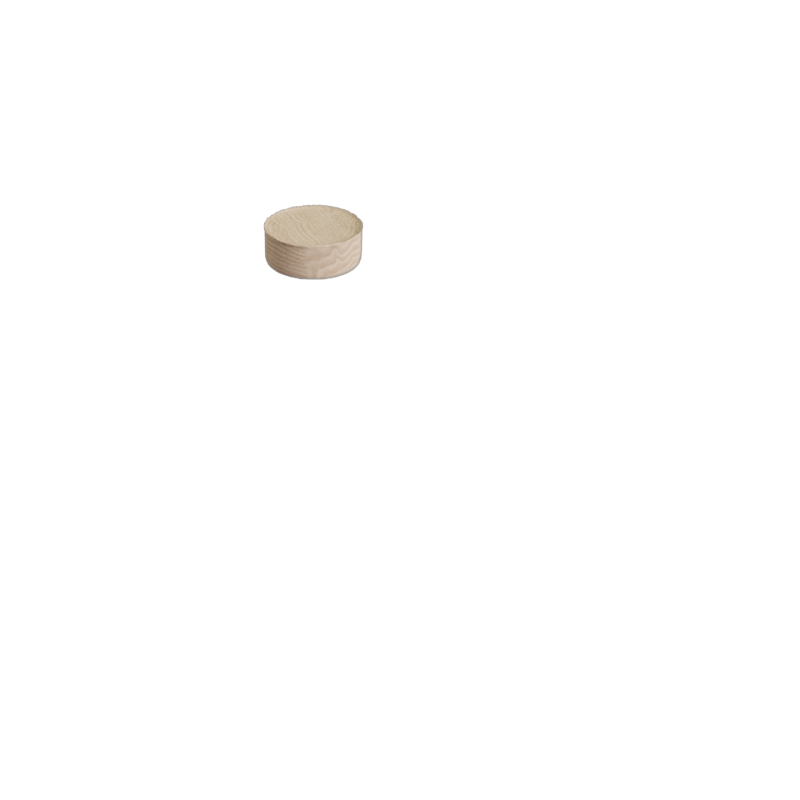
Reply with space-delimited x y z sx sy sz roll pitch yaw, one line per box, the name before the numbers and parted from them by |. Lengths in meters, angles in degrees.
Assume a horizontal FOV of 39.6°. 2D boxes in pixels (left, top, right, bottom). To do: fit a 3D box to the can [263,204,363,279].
can | -0.075 -0.137 0.960 0.086 0.032 0.091 -1 31 -2
